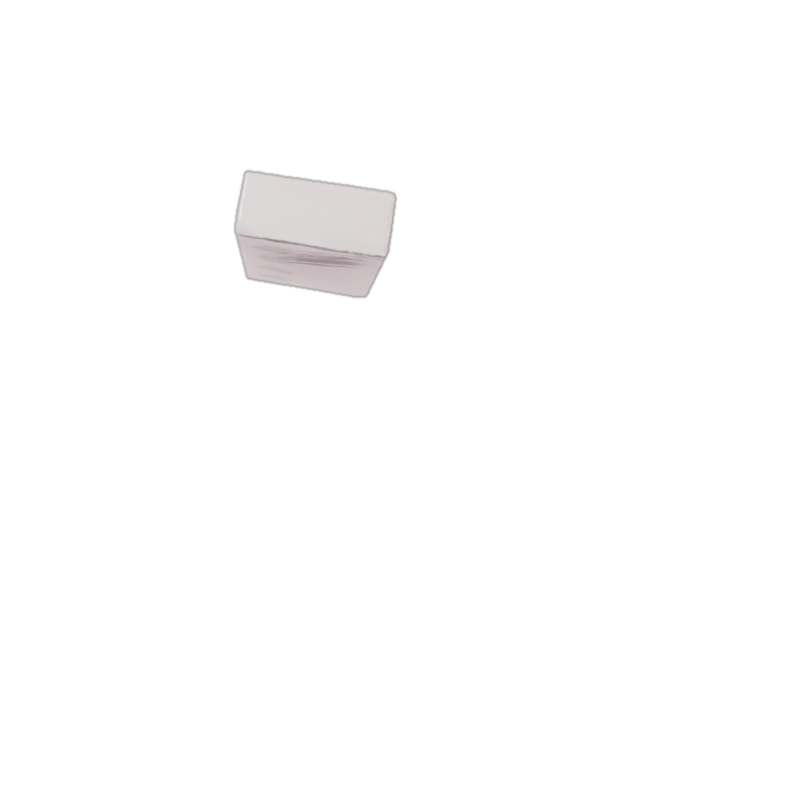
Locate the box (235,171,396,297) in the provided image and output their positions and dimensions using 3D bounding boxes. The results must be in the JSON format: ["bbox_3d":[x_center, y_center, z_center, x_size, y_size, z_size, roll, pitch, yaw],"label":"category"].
[{"bbox_3d":[-0.058,-0.104,0.732,0.093,0.049,0.175,9,-1,-3],"label":"box"}]
